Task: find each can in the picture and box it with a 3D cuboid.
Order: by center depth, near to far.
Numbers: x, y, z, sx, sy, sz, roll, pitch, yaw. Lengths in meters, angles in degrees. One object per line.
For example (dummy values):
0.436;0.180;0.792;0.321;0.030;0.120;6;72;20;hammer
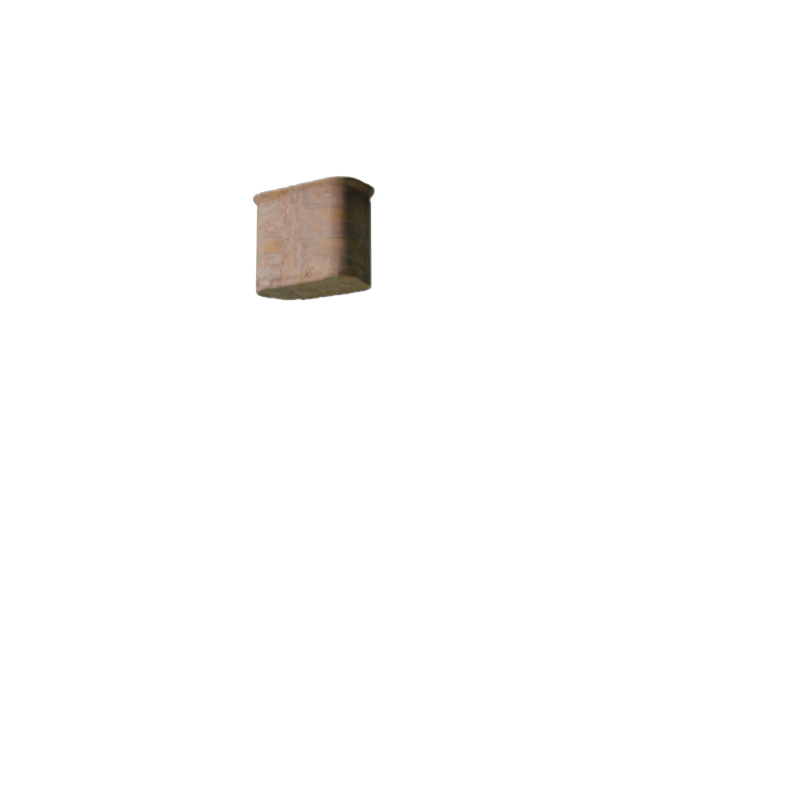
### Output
-0.071;-0.130;0.911;0.104;0.087;0.054;-7;-15;31;can
